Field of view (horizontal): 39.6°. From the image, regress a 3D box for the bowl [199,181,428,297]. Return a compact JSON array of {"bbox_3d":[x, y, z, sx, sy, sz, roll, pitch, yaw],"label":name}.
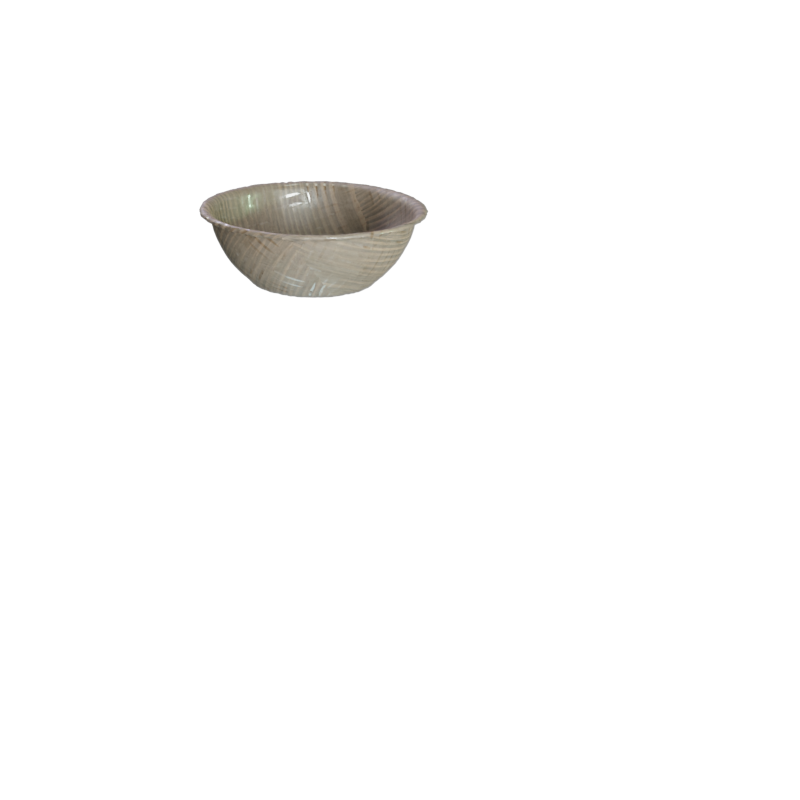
[{"bbox_3d":[-0.062,-0.114,0.795,0.162,0.053,0.170,-1,23,-2],"label":"bowl"}]
